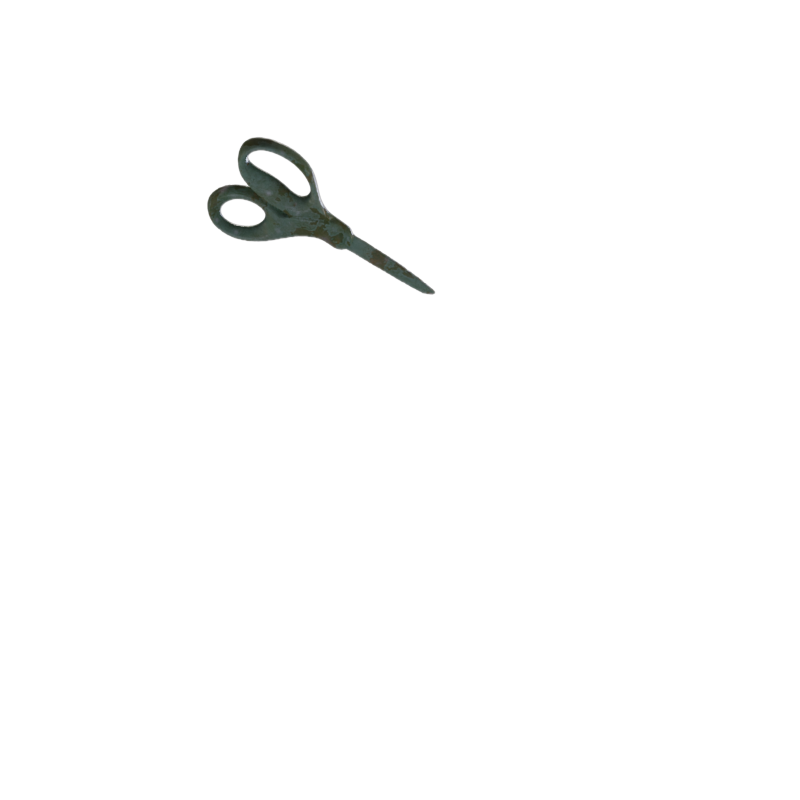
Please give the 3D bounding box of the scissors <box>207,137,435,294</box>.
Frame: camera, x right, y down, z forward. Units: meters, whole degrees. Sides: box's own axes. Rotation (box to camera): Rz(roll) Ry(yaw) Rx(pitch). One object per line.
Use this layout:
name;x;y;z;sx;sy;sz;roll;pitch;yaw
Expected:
scissors;-0.067;-0.122;0.854;0.096;0.017;0.188;-28;-54;23
